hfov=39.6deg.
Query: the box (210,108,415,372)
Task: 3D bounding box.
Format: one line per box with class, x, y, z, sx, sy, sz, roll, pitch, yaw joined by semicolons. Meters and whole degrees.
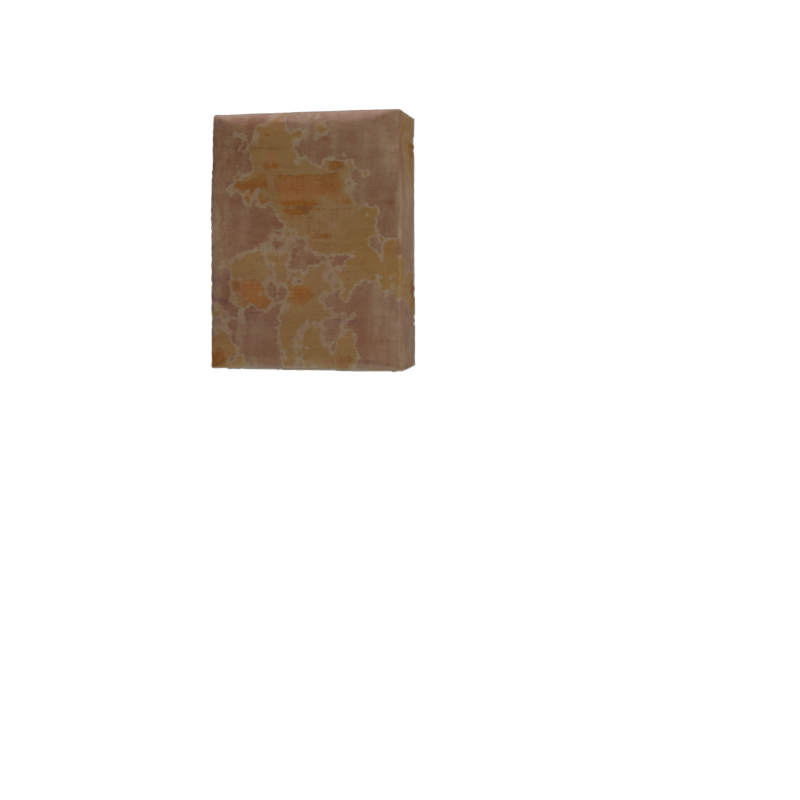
box;-0.073;-0.133;0.928;0.167;0.214;0.070;0;-1;13
